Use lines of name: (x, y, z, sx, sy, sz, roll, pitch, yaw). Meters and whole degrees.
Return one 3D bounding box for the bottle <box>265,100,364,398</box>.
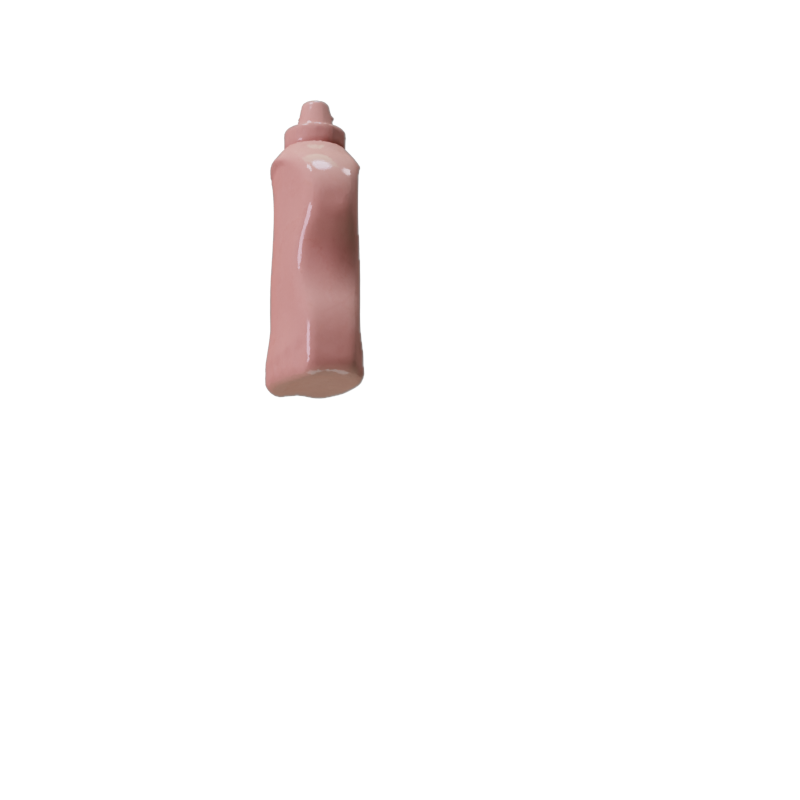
bottle: (-0.055, -0.102, 0.715, 0.057, 0.199, 0.094, 3, -16, -15)
